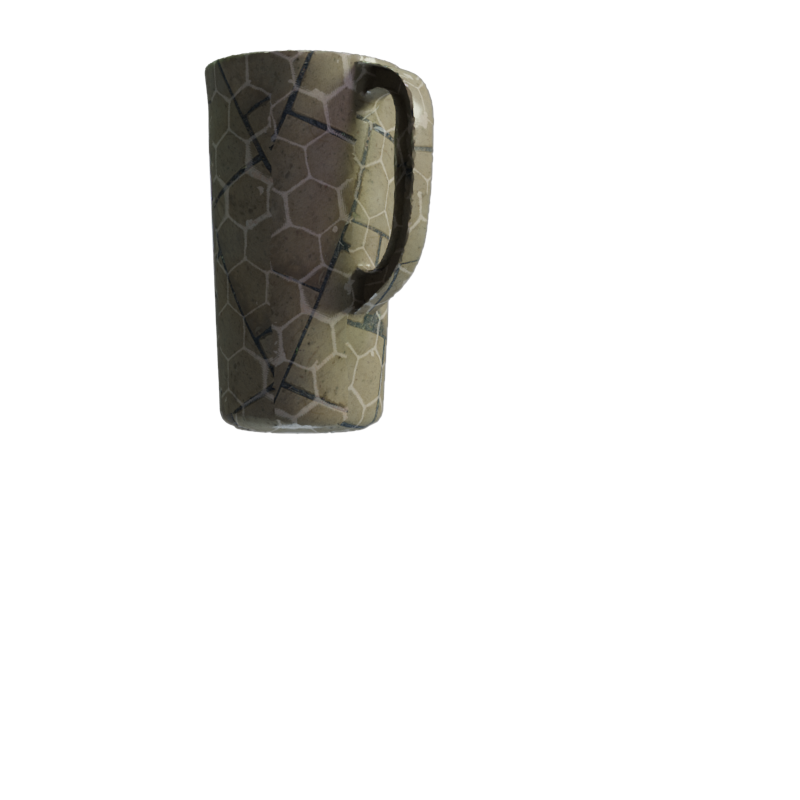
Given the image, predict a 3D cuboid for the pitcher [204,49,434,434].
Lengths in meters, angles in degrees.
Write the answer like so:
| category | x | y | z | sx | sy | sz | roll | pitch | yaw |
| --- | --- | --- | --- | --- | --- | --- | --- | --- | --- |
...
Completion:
| category | x | y | z | sx | sy | sz | roll | pitch | yaw |
| --- | --- | --- | --- | --- | --- | --- | --- | --- | --- |
| pitcher | -0.057 | -0.104 | 0.728 | 0.144 | 0.245 | 0.149 | 0 | -1 | -3 |
